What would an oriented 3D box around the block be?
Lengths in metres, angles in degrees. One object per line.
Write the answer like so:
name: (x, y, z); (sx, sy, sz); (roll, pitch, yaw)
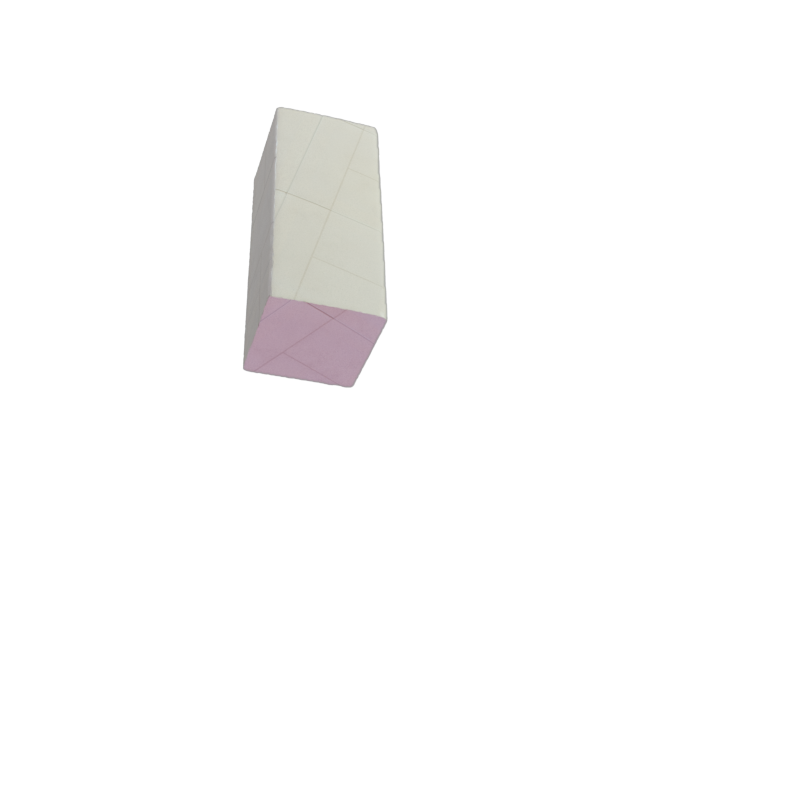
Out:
block: (-0.068, -0.125, 0.878); (0.088, 0.221, 0.086); (10, -41, -15)
